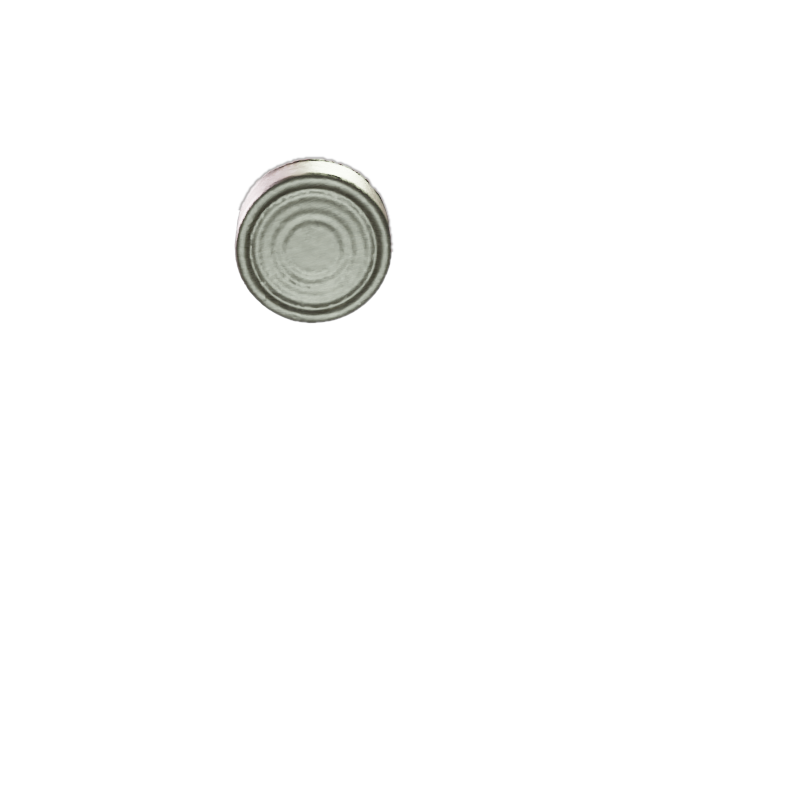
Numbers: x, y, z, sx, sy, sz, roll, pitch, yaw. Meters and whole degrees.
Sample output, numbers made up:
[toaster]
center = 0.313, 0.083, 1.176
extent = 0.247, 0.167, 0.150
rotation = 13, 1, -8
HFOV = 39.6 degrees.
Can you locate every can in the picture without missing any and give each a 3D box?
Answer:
[can]
center = -0.047, -0.086, 0.604
extent = 0.086, 0.082, 0.035
rotation = 0, 20, -1
